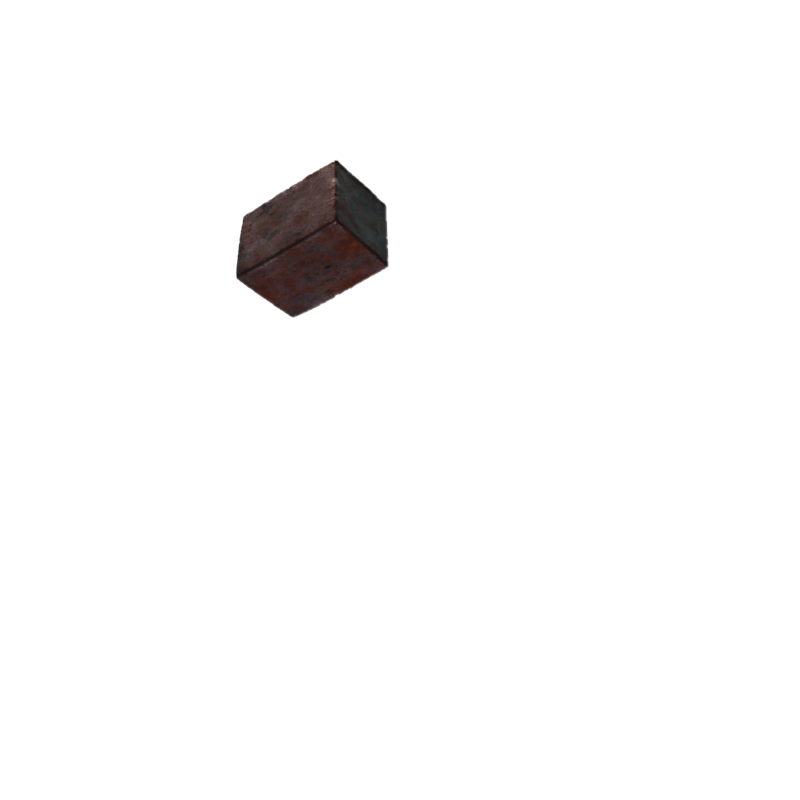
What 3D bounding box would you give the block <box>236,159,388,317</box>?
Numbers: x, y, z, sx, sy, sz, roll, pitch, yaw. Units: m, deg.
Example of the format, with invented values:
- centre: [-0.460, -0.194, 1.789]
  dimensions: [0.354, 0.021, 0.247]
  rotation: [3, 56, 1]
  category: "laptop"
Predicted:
- centre: [-0.052, -0.095, 0.668]
  dimensions: [0.078, 0.055, 0.049]
  rotation: [-26, -45, 27]
  category: "block"
